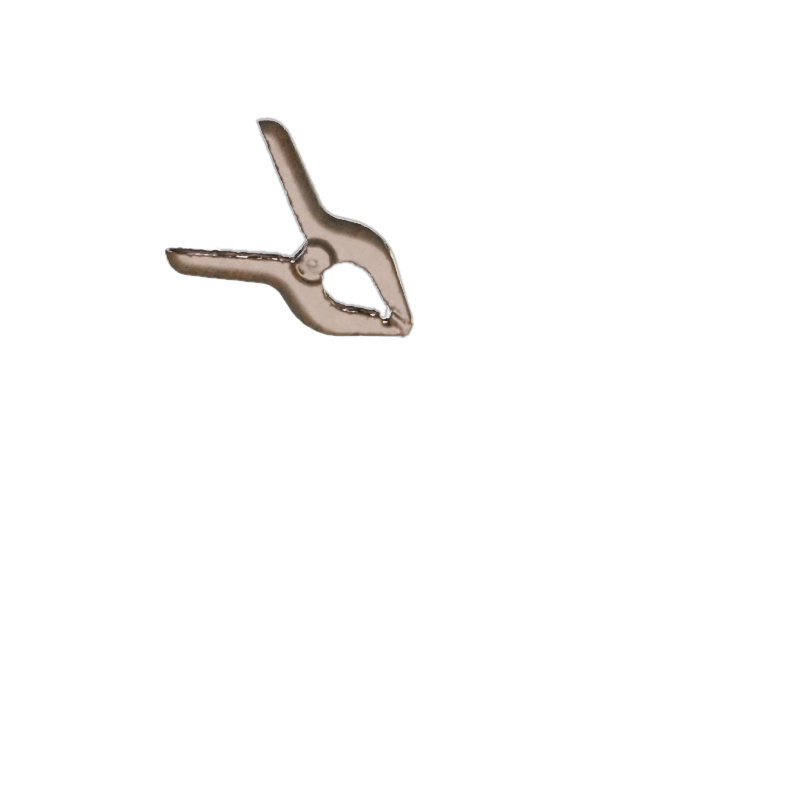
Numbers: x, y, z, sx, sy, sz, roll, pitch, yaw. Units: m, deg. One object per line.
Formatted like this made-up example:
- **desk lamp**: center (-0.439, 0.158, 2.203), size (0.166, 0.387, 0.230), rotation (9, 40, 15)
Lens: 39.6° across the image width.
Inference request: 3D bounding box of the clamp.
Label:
- **clamp**: center (-0.058, -0.106, 0.745), size (0.168, 0.118, 0.041), rotation (27, 15, -8)
